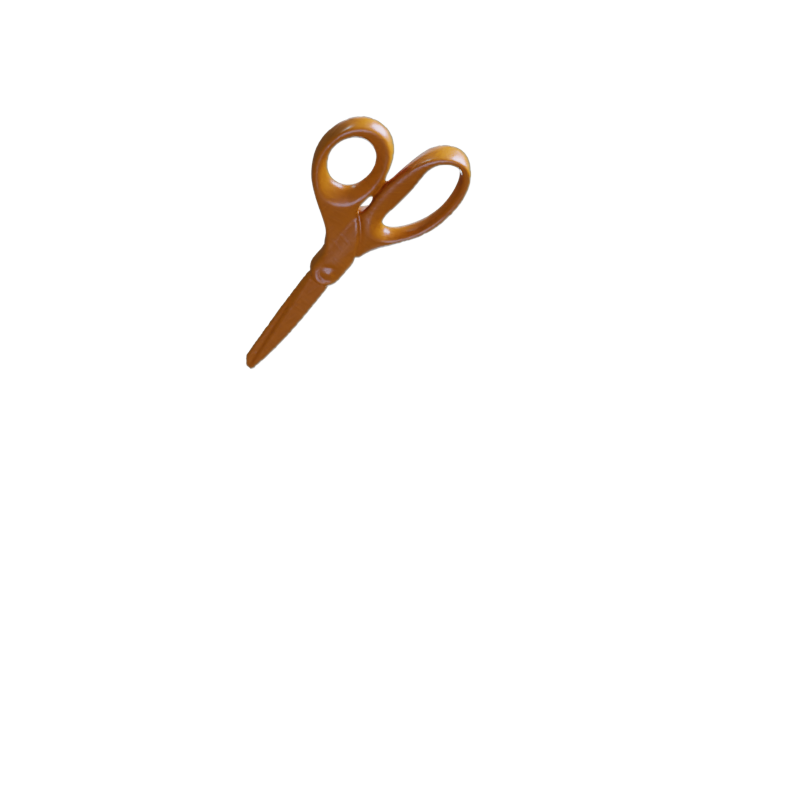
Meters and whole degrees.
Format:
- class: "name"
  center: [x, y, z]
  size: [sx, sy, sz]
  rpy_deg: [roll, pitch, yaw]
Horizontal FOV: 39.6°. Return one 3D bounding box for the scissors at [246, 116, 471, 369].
- class: "scissors"
  center: [-0.050, -0.092, 0.643]
  size: [0.200, 0.017, 0.090]
  rpy_deg: [-33, -56, 26]
